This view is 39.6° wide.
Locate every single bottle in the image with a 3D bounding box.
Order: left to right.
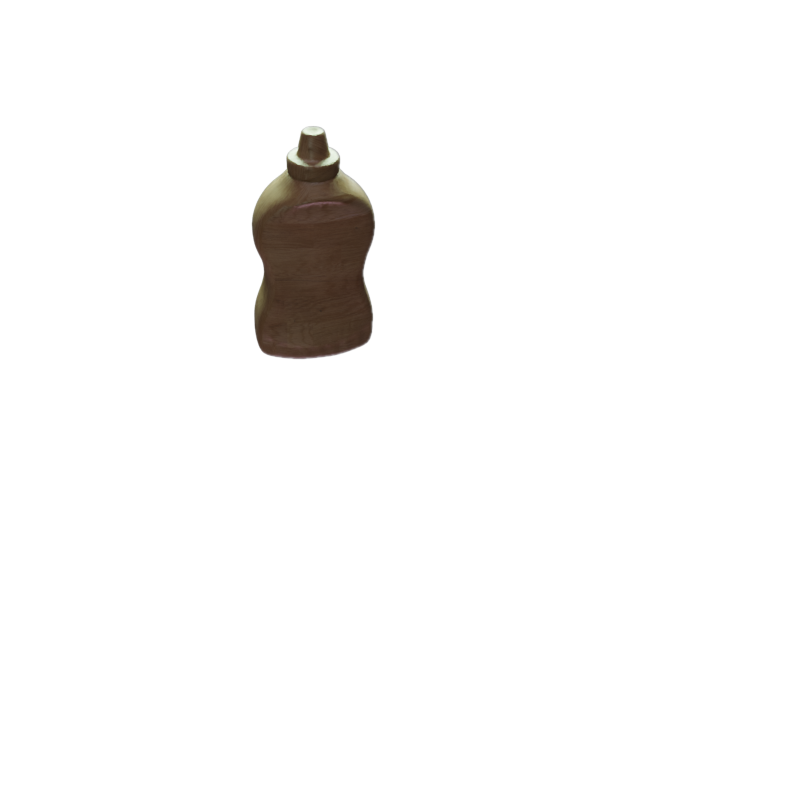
[{"bbox_3d":[-0.069,-0.125,0.876,0.095,0.180,0.063,-4,33,-10],"label":"bottle"}]
